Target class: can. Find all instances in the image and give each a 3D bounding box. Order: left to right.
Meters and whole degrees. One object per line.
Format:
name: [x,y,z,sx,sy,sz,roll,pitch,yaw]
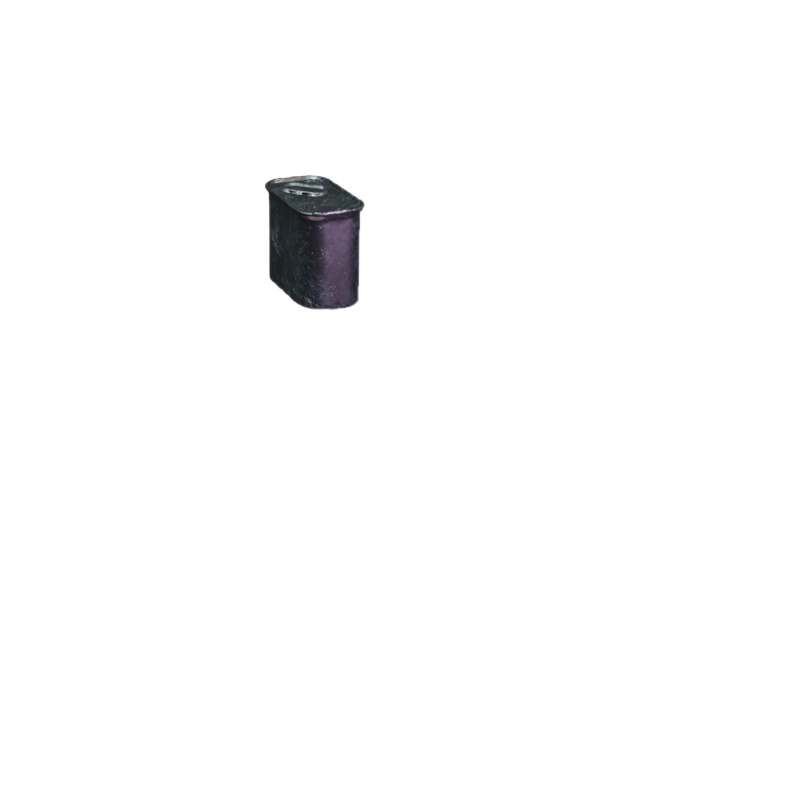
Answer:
can: [-0.071,-0.129,0.904,0.056,0.080,0.109,-9,26,-23]
